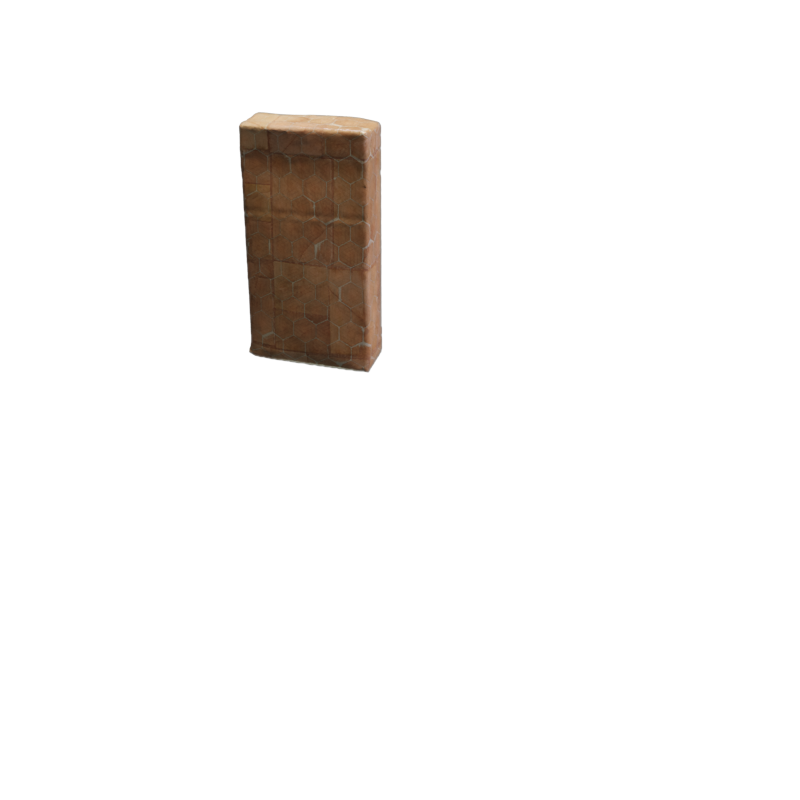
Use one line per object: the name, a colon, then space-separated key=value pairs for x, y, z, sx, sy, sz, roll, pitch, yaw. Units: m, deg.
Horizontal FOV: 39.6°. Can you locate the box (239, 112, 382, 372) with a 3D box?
box: x=-0.061 y=-0.112 z=0.781 sx=0.096 sy=0.169 sz=0.049 roll=8 pitch=21 yaw=16
